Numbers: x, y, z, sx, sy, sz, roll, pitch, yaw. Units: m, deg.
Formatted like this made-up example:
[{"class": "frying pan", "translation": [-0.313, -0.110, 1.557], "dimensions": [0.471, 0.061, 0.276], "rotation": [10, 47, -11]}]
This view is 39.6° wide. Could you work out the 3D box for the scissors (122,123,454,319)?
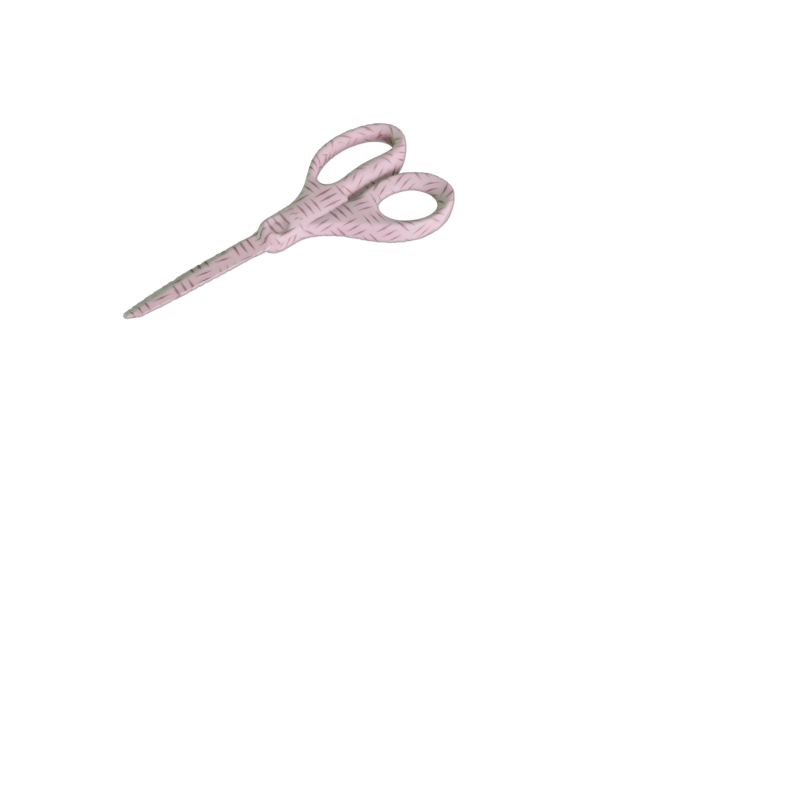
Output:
[{"class": "scissors", "translation": [-0.047, -0.086, 0.603], "dimensions": [0.101, 0.206, 0.015], "rotation": [27, -35, 21]}]
